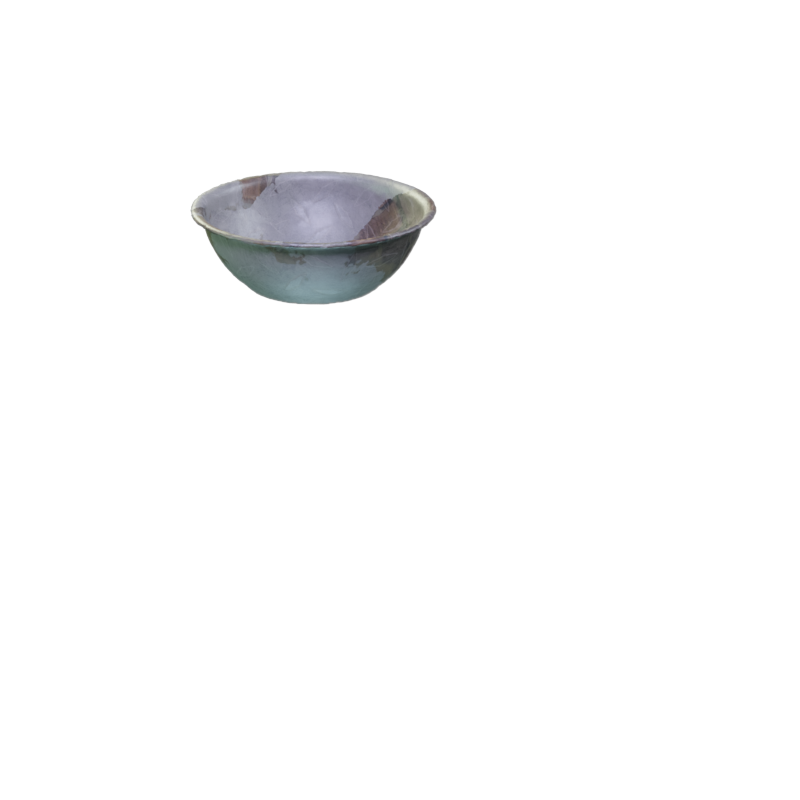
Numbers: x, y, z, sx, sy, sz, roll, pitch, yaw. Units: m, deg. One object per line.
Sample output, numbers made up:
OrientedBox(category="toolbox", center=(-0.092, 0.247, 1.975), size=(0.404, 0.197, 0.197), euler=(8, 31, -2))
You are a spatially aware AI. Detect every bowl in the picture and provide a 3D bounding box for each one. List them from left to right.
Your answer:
OrientedBox(category="bowl", center=(-0.058, -0.106, 0.740), size=(0.162, 0.052, 0.171), euler=(-1, 25, -2))
